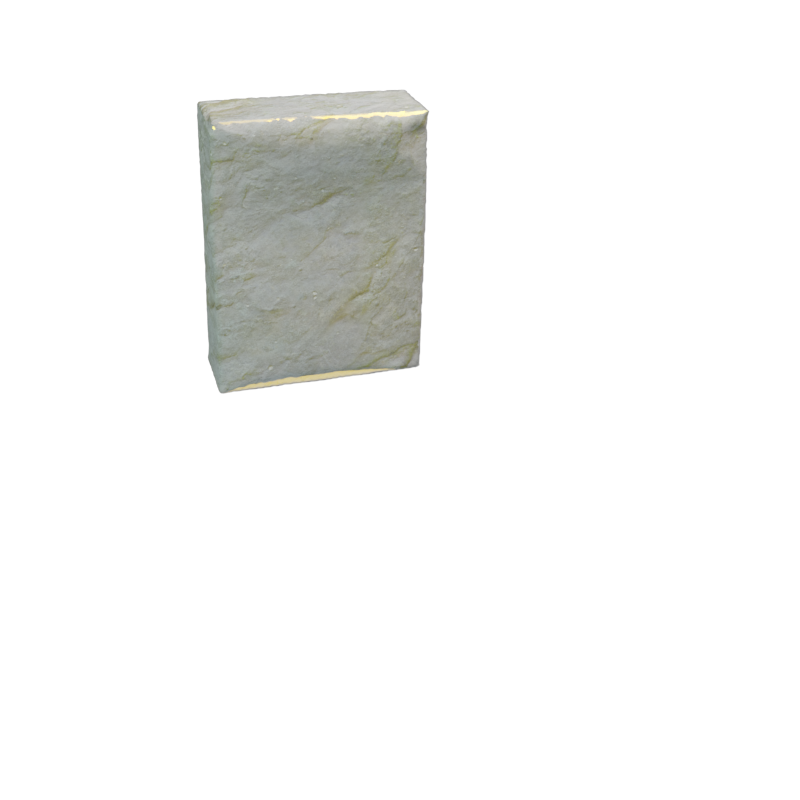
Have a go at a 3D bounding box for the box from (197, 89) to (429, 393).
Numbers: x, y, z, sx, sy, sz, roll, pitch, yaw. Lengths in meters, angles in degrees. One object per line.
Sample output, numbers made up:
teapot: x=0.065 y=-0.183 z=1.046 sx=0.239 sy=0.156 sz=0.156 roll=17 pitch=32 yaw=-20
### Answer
box: x=-0.066 y=-0.120 z=0.843 sx=0.162 sy=0.203 sz=0.077 roll=-6 pitch=24 yaw=-14
